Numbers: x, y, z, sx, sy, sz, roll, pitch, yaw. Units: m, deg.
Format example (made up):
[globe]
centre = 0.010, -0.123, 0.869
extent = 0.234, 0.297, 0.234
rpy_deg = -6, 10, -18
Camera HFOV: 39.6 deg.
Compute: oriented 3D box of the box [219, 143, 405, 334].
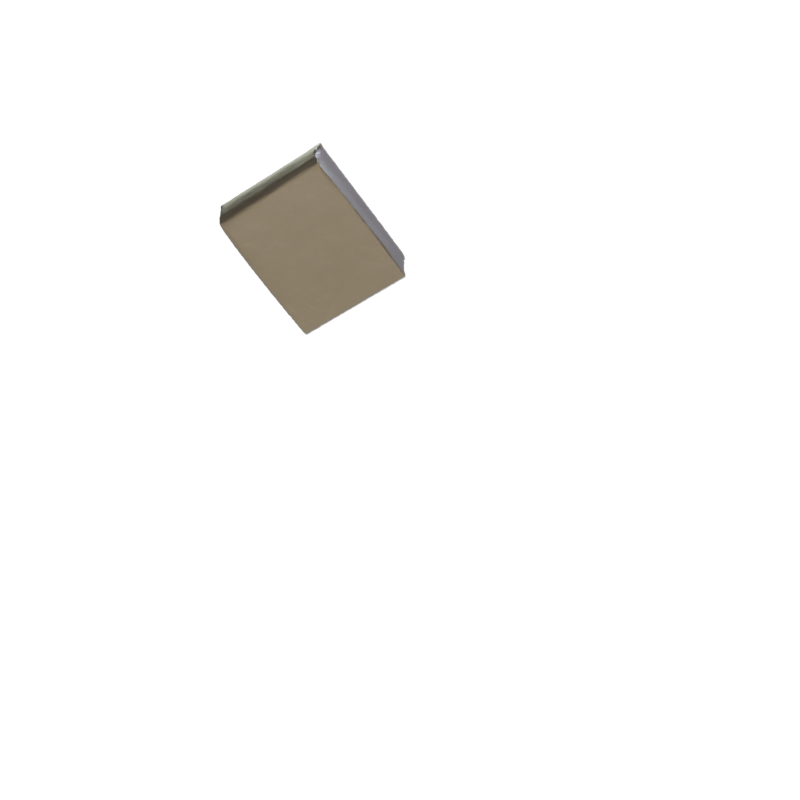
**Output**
[box]
centre = -0.062, -0.114, 0.797
extent = 0.090, 0.107, 0.041
rpy_deg = -30, 26, 16
